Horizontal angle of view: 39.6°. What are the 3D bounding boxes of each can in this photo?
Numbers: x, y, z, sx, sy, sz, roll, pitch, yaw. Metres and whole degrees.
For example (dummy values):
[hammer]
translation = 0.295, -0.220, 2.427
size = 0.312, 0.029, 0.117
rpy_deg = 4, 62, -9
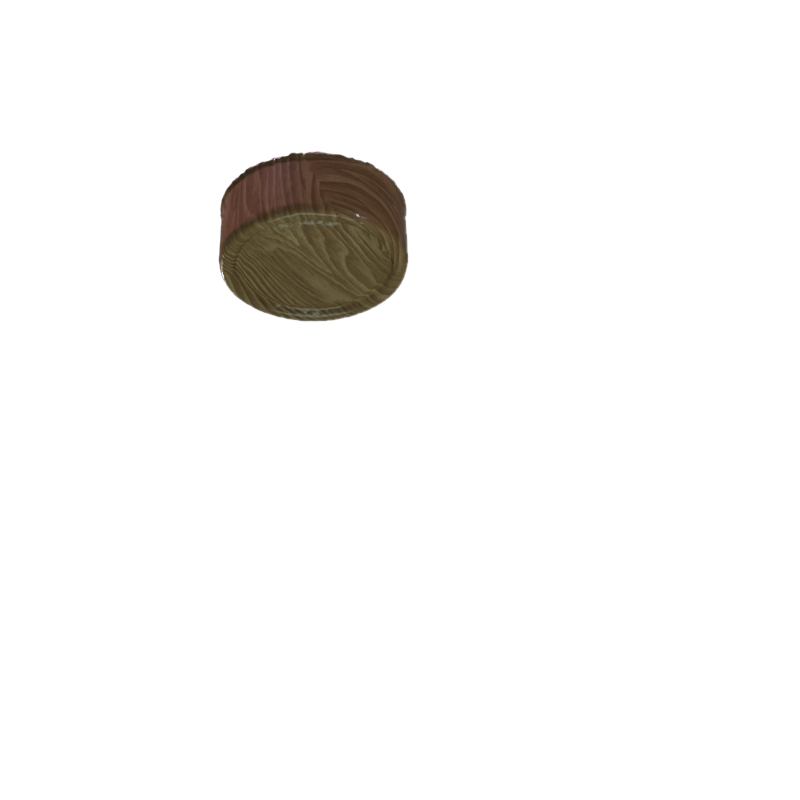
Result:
[can]
translation = -0.039, -0.072, 0.501
size = 0.086, 0.036, 0.080
rpy_deg = 1, -32, -2
